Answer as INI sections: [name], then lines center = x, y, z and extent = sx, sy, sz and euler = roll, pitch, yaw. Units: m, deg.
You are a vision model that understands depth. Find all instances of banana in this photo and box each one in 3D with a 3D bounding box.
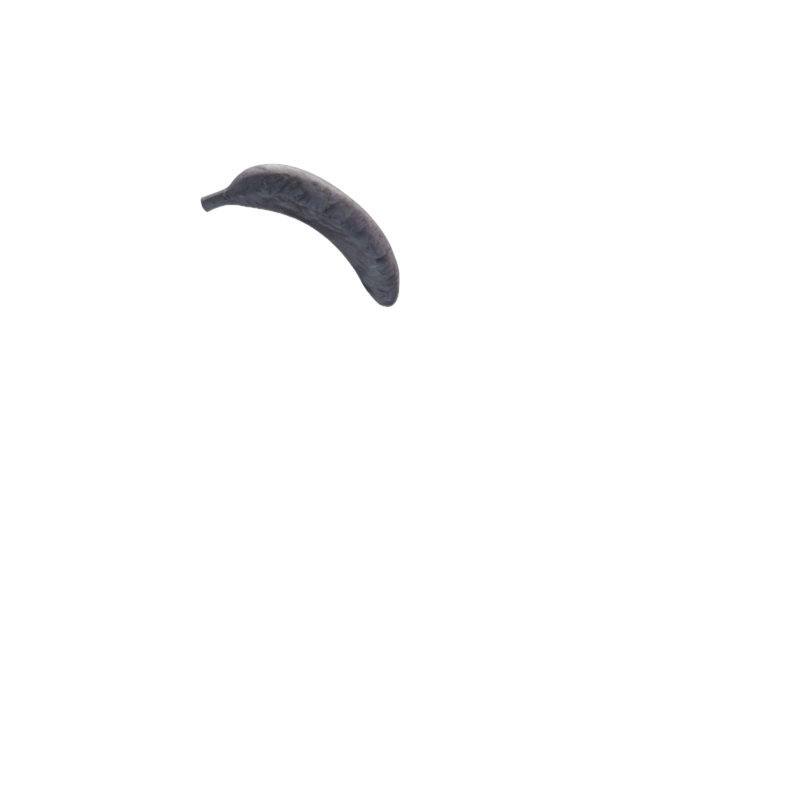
[banana]
center = -0.061, -0.138, 0.885
extent = 0.187, 0.039, 0.068
euler = 28, -49, -28
